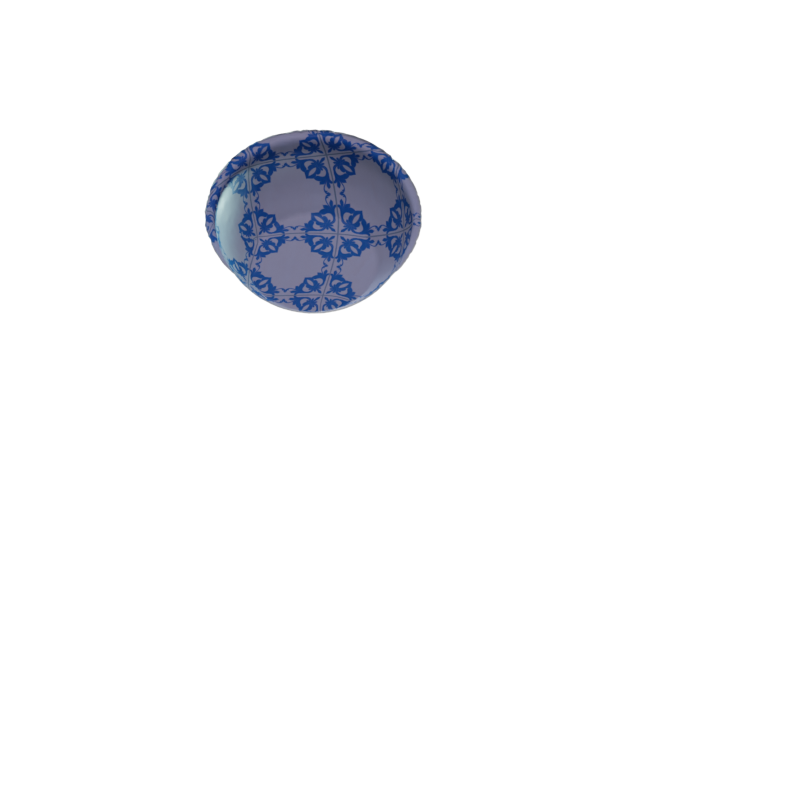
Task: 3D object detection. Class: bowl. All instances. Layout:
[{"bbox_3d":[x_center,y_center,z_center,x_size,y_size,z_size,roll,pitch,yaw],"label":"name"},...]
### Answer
[{"bbox_3d":[-0.063,-0.115,0.806,0.162,0.151,0.059,1,42,-1],"label":"bowl"}]
